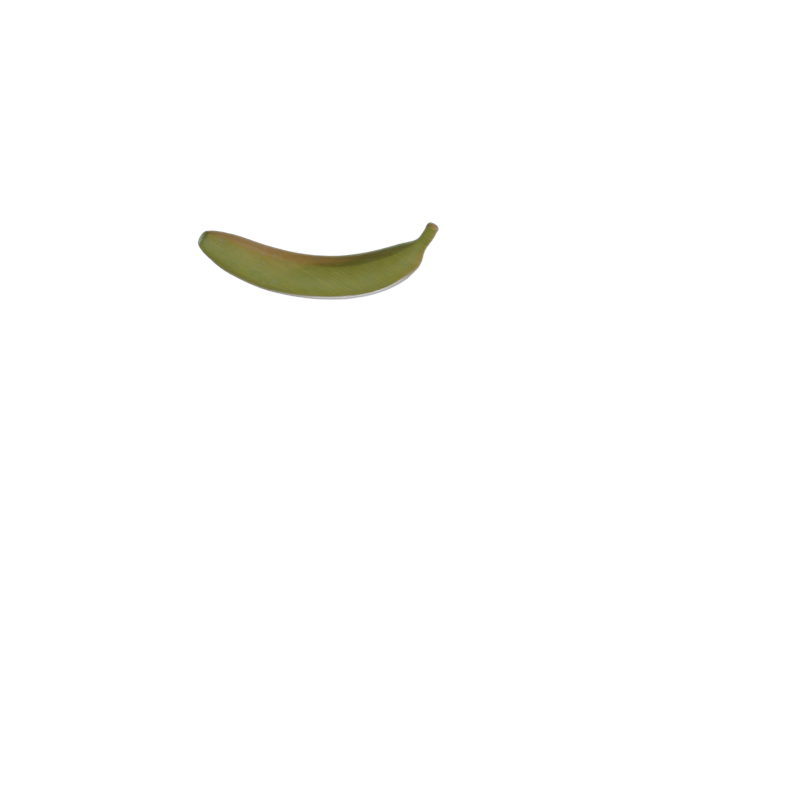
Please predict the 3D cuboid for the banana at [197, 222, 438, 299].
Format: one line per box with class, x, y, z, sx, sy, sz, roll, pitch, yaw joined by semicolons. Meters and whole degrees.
banana;-0.068;-0.115;0.927;0.198;0.066;0.039;-3;24;1
